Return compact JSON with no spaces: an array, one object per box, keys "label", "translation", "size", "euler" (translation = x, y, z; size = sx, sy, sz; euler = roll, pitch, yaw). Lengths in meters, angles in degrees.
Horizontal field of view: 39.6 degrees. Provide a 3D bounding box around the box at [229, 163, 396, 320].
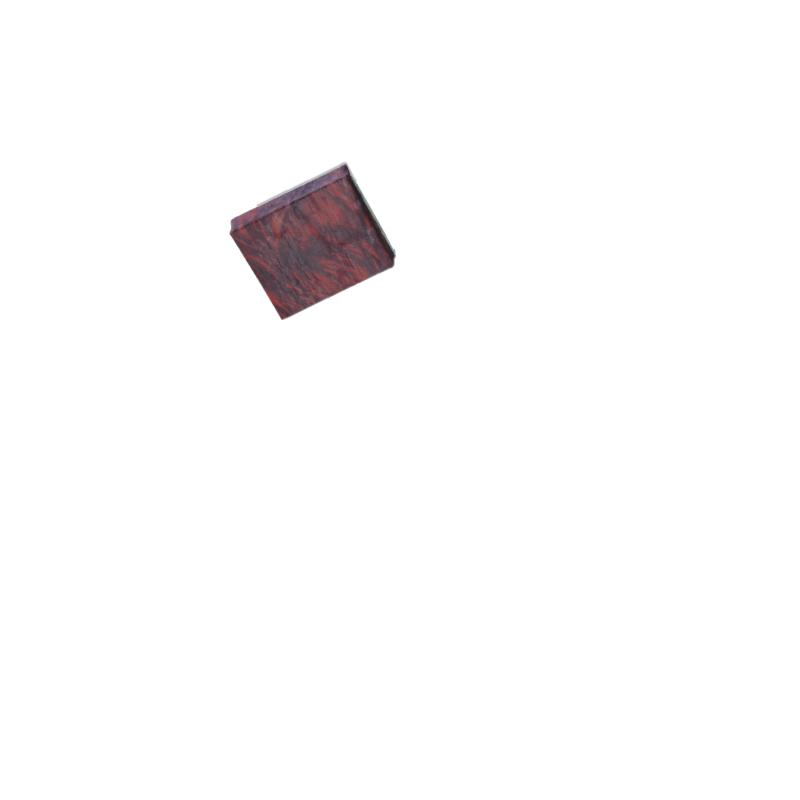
[{"label":"box","translation":[-0.058,-0.106,0.739],"size":[0.089,0.069,0.032],"euler":[-25,23,11]}]
